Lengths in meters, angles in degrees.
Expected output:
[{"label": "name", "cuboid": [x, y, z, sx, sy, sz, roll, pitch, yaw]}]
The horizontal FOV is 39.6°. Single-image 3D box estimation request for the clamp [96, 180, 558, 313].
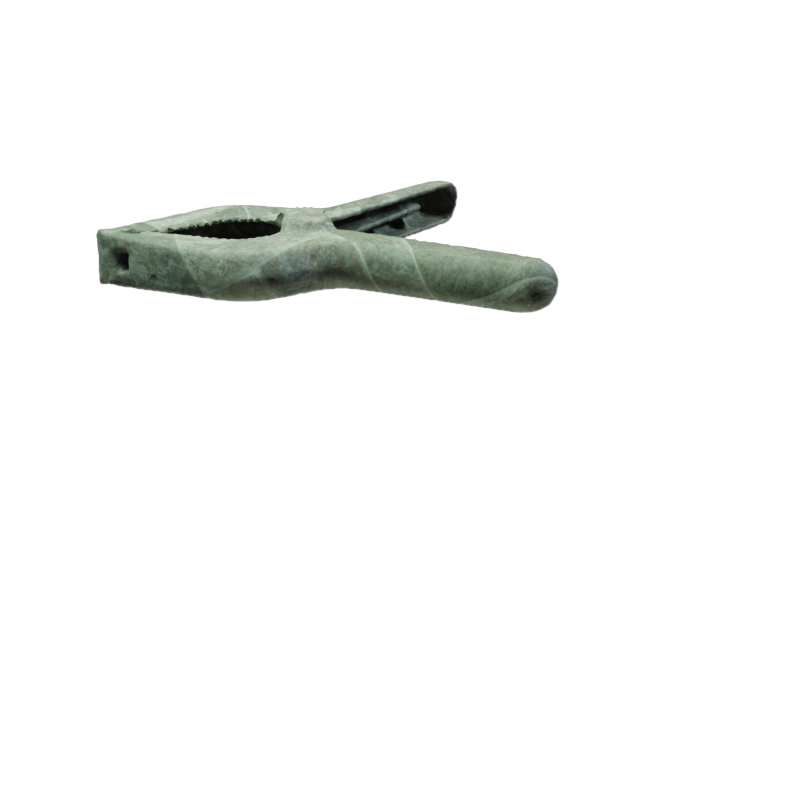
[{"label": "clamp", "cuboid": [-0.044, -0.080, 0.559, 0.209, 0.035, 0.173, -2, 23, -4]}]
